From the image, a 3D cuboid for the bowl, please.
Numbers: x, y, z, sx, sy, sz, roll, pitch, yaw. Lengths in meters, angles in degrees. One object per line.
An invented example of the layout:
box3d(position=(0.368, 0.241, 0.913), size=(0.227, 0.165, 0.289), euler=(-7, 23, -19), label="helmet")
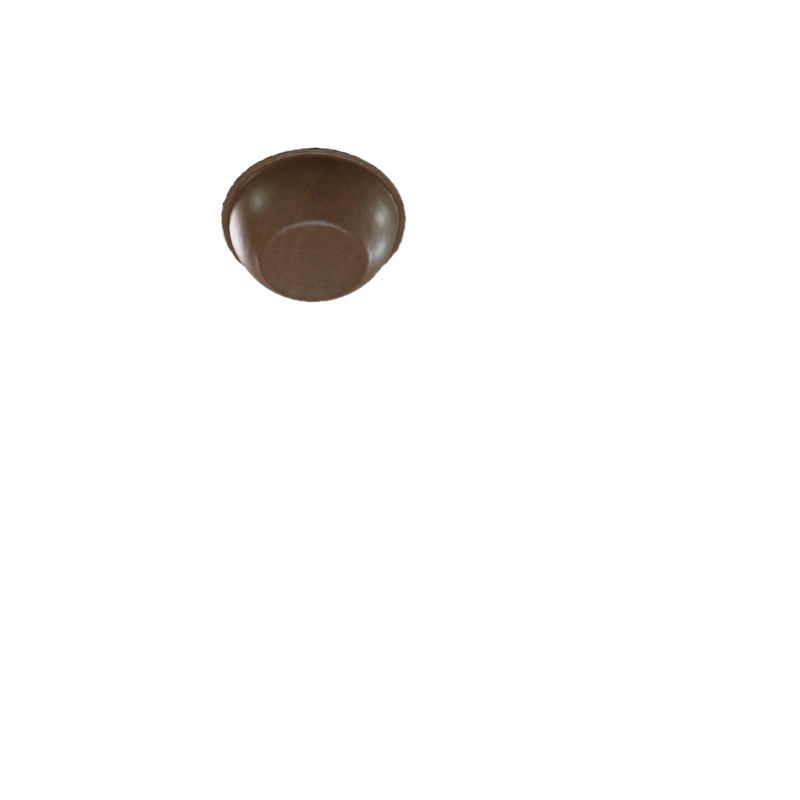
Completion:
box3d(position=(-0.074, -0.136, 0.949), size=(0.162, 0.151, 0.059), euler=(1, 45, -1), label="bowl")
